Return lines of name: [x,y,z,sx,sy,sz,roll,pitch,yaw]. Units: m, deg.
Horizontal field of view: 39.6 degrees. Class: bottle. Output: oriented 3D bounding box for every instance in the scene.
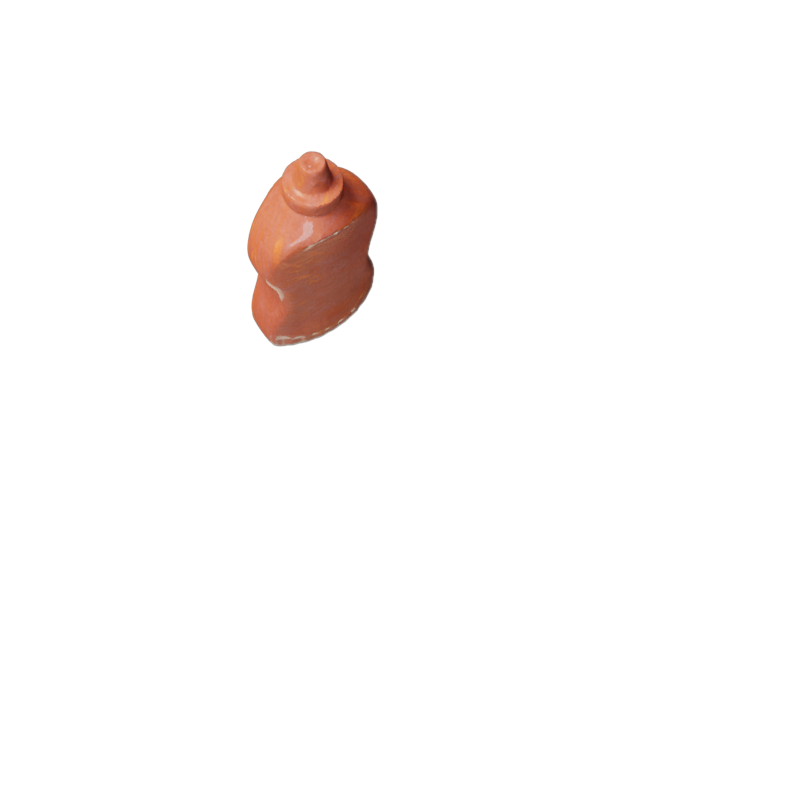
bottle: [-0.061,-0.111,0.777,0.096,0.062,0.181,-30,-19,-16]
